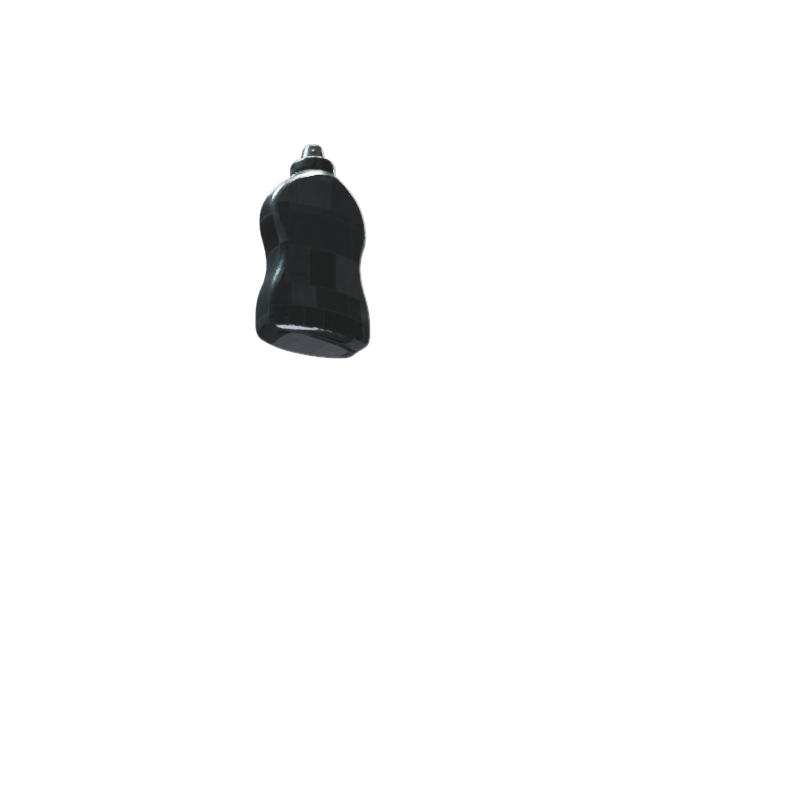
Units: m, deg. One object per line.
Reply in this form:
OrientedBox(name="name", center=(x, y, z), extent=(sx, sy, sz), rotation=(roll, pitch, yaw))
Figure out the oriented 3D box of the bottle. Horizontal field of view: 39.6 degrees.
OrientedBox(name="bottle", center=(-0.075, -0.136, 0.953), extent=(0.092, 0.203, 0.057), rotation=(12, -30, -26))
